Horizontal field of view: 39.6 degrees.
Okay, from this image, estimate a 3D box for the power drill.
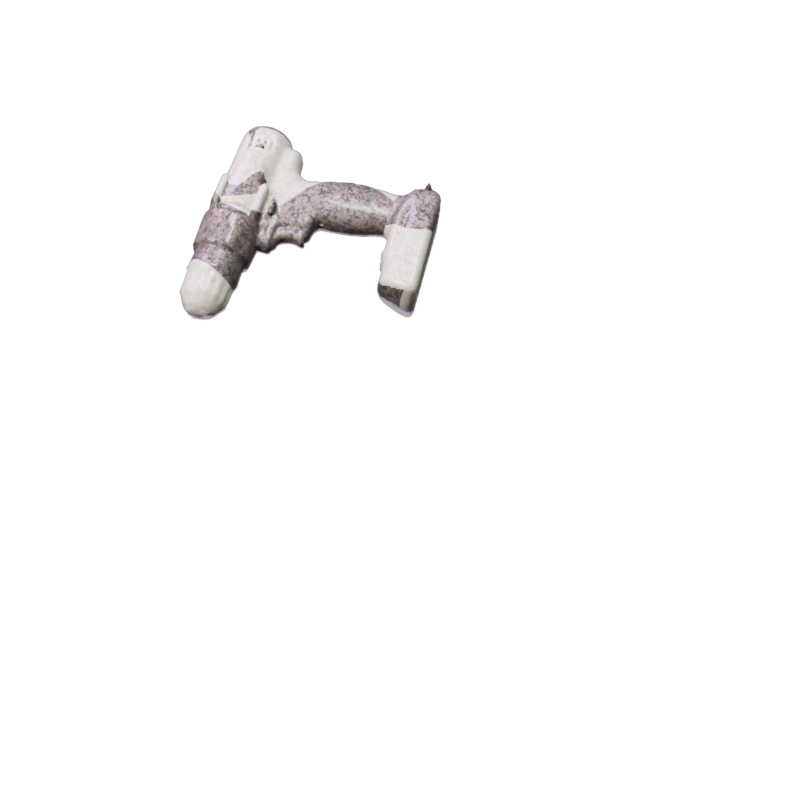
[{"bbox_3d":[-0.071,-0.129,0.904,0.190,0.193,0.054,15,-26,7],"label":"power drill"}]
